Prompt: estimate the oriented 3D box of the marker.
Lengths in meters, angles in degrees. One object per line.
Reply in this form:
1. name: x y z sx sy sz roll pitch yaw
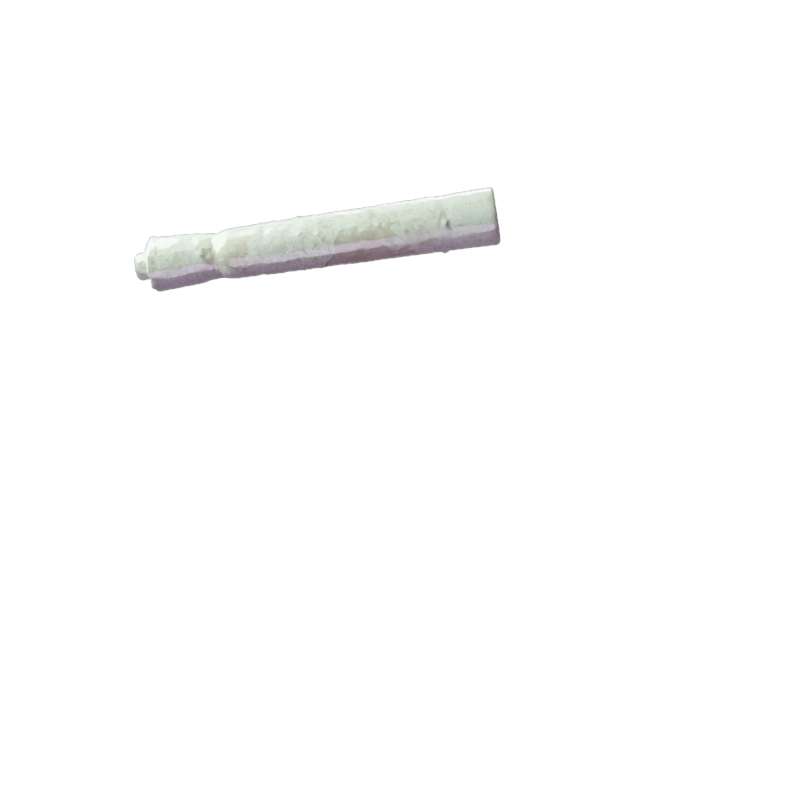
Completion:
1. marker: -0.029 -0.052 0.366 0.122 0.020 0.020 -7 3 8
